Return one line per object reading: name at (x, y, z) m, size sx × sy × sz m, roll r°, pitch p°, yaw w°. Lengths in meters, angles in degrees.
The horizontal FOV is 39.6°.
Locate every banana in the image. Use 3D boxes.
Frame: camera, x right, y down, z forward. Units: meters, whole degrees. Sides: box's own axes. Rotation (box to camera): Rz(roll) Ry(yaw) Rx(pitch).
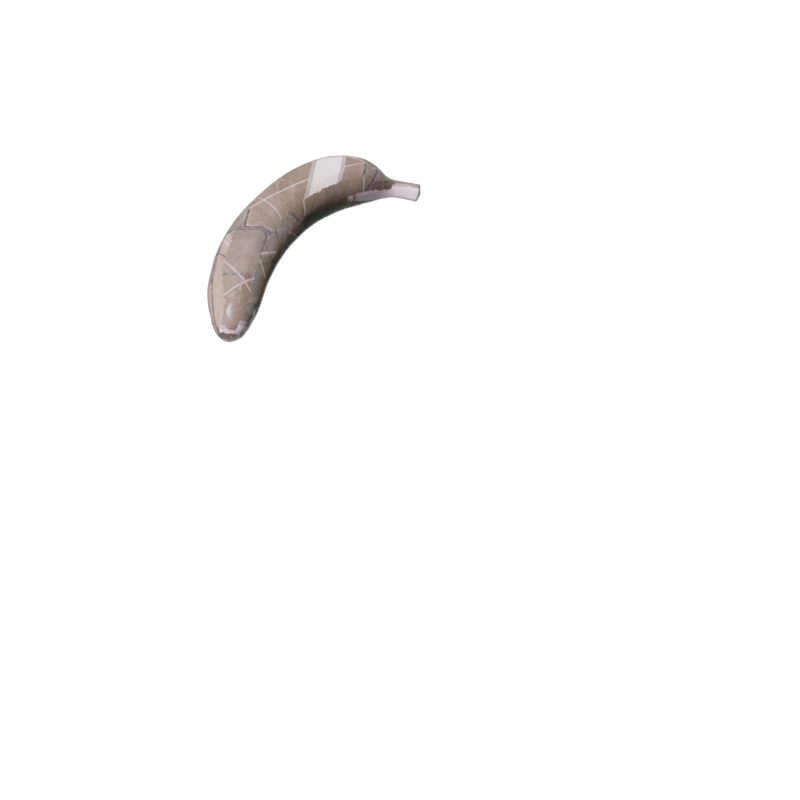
banana at (-0.067, -0.109, 0.699) m, size 0.073 × 0.034 × 0.201 m, roll 25°, pitch 48°, yaw 24°
